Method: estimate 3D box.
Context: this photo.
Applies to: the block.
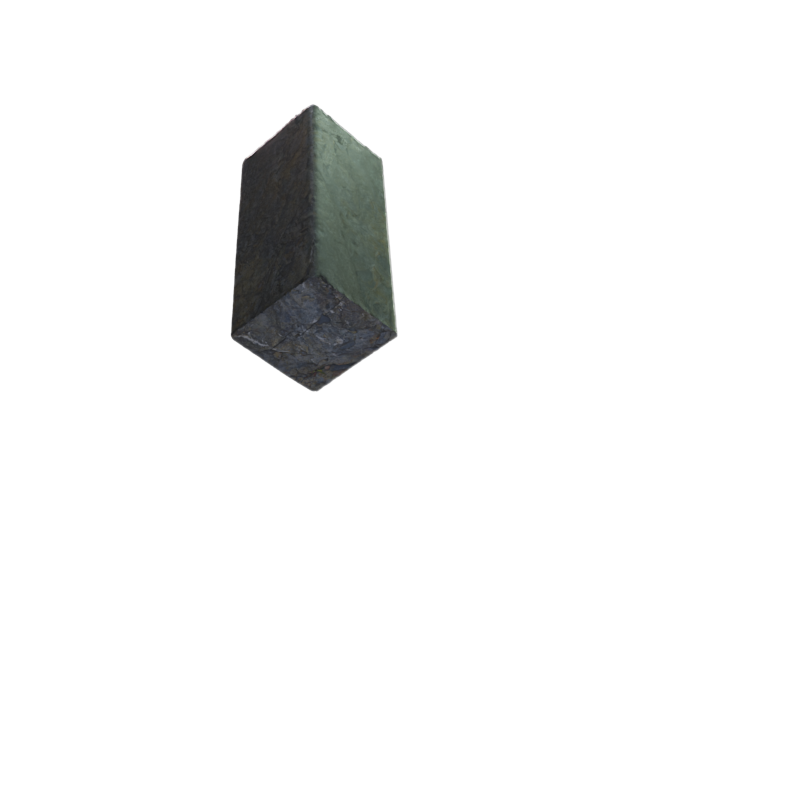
[{"bbox_3d":[-0.069,-0.125,0.875,0.090,0.221,0.085,-35,-52,28],"label":"block"}]
